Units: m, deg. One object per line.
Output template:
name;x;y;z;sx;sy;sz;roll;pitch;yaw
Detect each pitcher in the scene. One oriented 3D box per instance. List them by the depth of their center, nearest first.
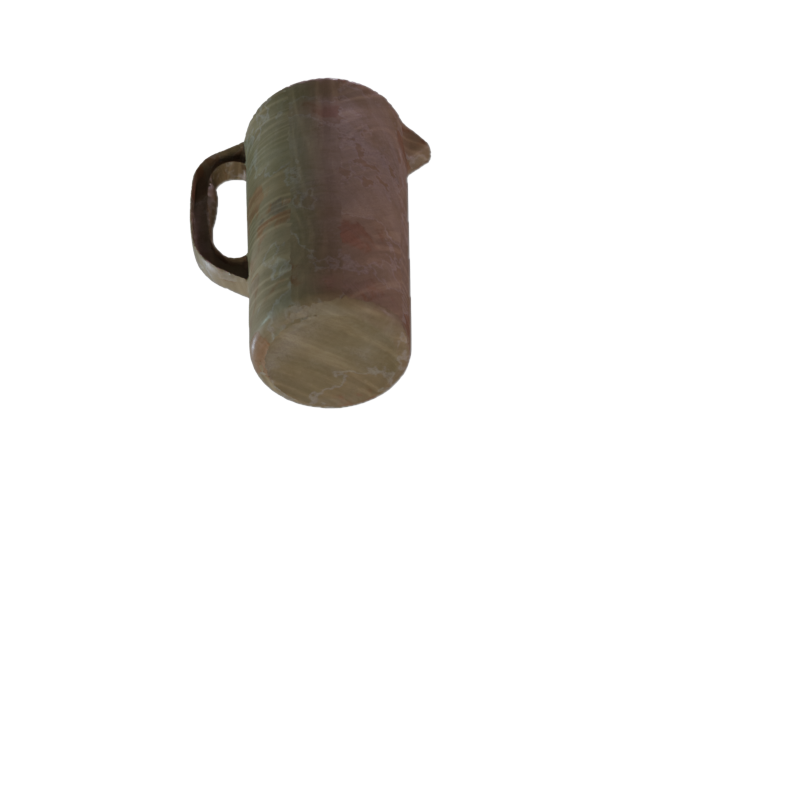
pitcher;-0.064;-0.116;0.816;0.137;0.261;0.147;32;-54;-31
